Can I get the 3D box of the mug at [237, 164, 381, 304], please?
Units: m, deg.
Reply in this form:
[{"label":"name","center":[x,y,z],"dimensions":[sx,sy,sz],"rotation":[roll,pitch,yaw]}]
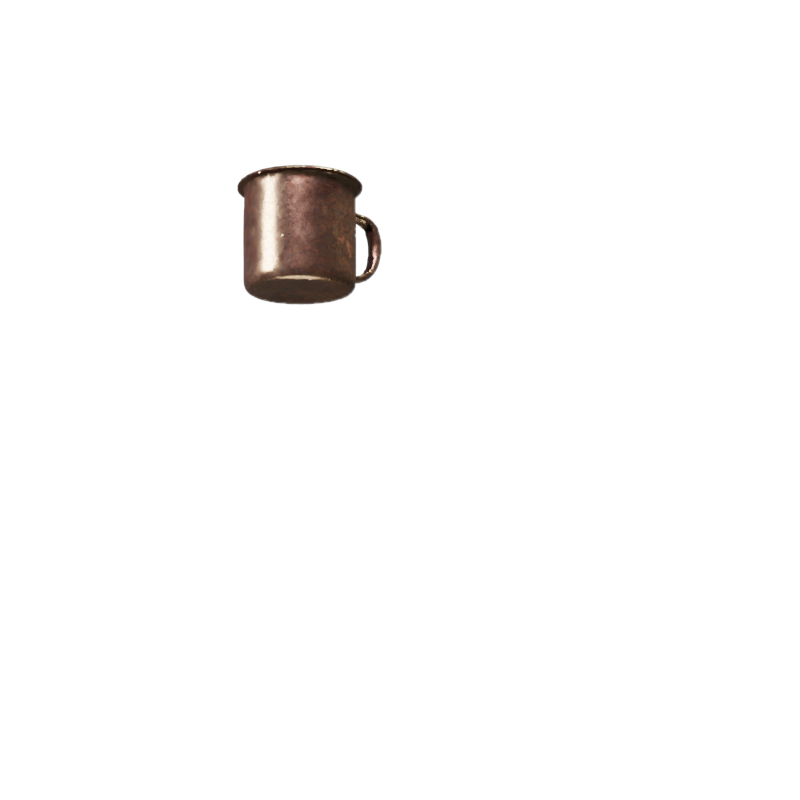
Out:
[{"label":"mug","center":[-0.064,-0.117,0.817],"dimensions":[0.112,0.085,0.094],"rotation":[8,-16,-36]}]
